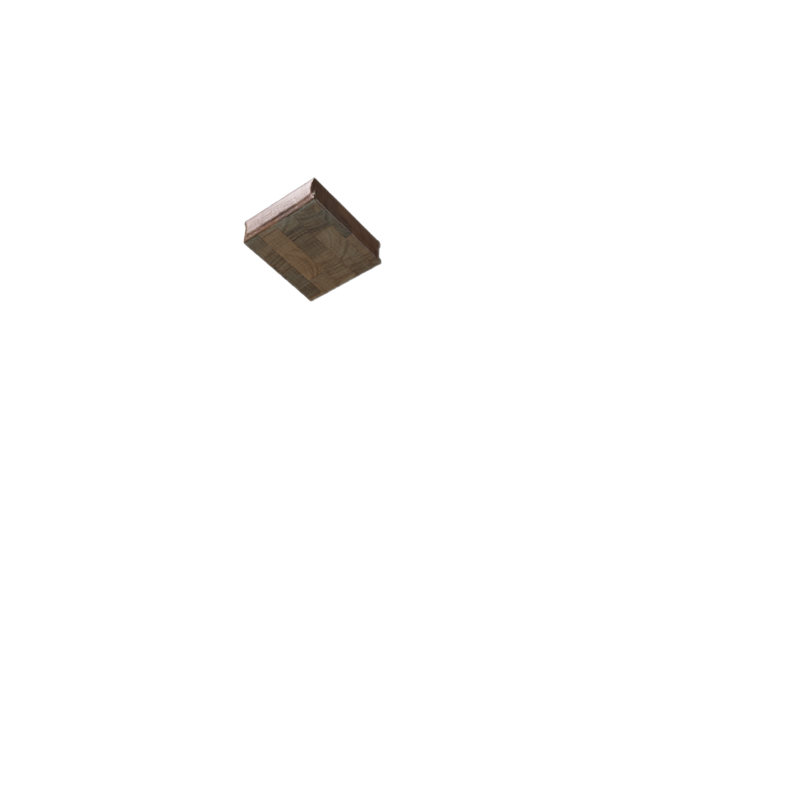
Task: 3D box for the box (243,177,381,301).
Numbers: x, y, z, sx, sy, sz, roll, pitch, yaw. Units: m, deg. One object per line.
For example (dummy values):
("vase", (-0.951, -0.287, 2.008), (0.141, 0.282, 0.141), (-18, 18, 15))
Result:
("box", (-0.069, -0.126, 0.886), (0.073, 0.032, 0.083), (-29, -50, 26))
